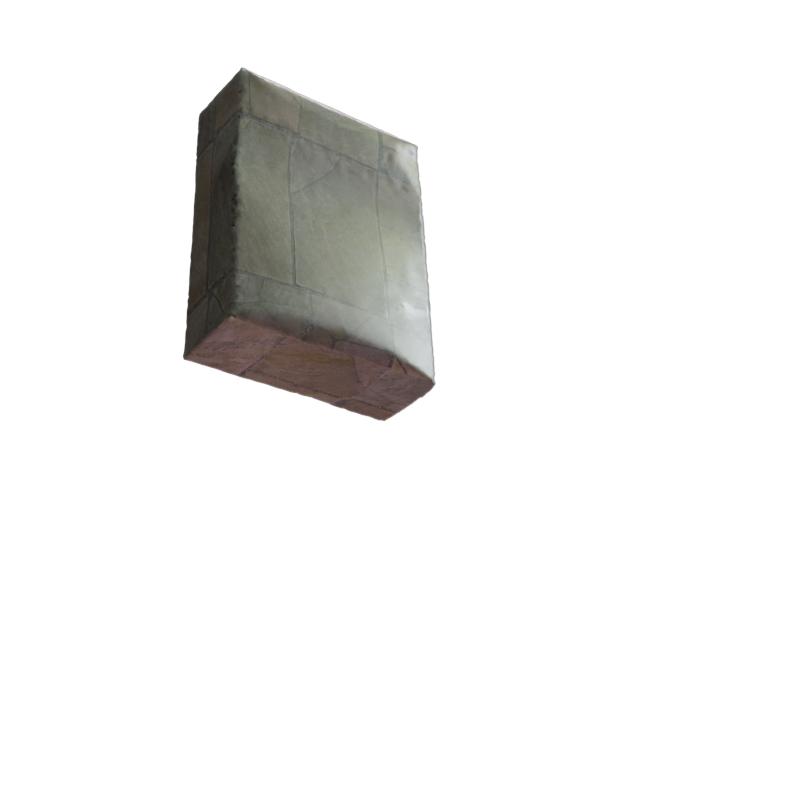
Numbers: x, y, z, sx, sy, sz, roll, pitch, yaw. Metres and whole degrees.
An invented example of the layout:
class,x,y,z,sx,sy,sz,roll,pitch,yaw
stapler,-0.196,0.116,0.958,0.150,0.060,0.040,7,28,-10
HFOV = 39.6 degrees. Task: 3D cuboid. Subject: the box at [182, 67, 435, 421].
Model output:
class,x,y,z,sx,sy,sz,roll,pitch,yaw
box,-0.061,-0.111,0.779,0.156,0.228,0.071,18,-38,-29
